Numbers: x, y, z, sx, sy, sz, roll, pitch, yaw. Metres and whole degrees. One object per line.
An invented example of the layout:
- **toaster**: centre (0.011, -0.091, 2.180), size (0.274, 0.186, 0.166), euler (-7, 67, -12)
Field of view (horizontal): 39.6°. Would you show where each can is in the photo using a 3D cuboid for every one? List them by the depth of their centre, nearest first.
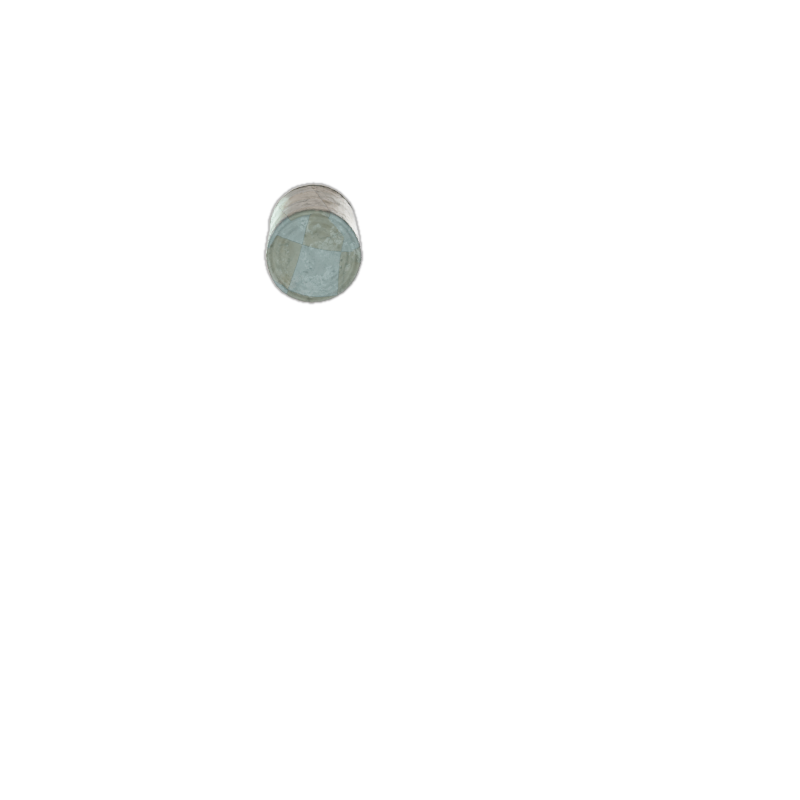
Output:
- **can**: centre (-0.063, -0.115, 0.805), size (0.068, 0.066, 0.106), euler (0, 18, -3)
